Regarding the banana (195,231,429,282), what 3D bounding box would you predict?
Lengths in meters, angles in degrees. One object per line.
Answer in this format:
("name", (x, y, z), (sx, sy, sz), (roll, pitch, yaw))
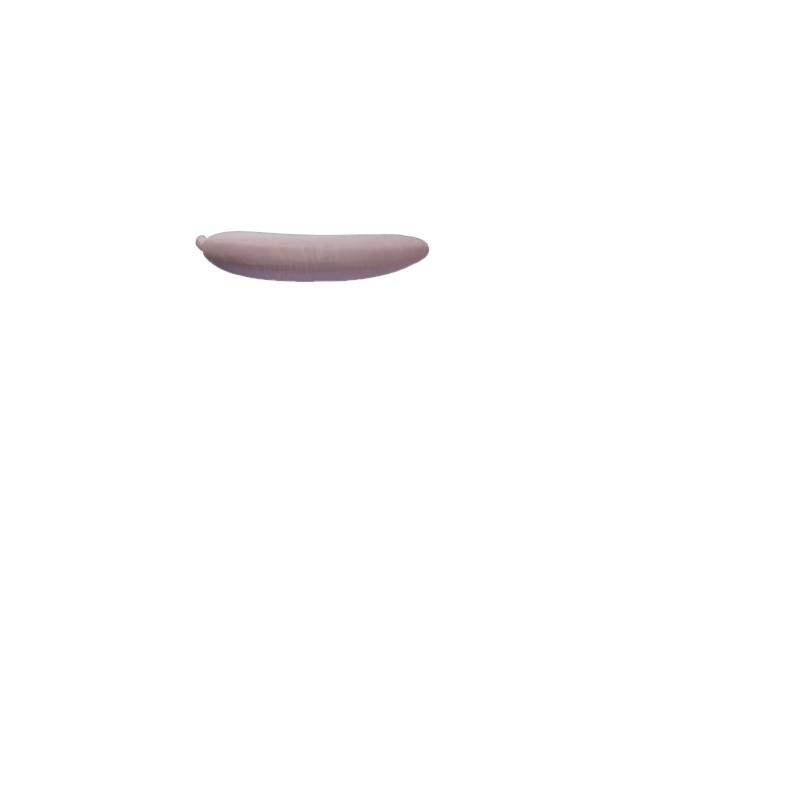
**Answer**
("banana", (-0.077, -0.121, 0.899), (0.200, 0.035, 0.073), (4, 30, 7))
